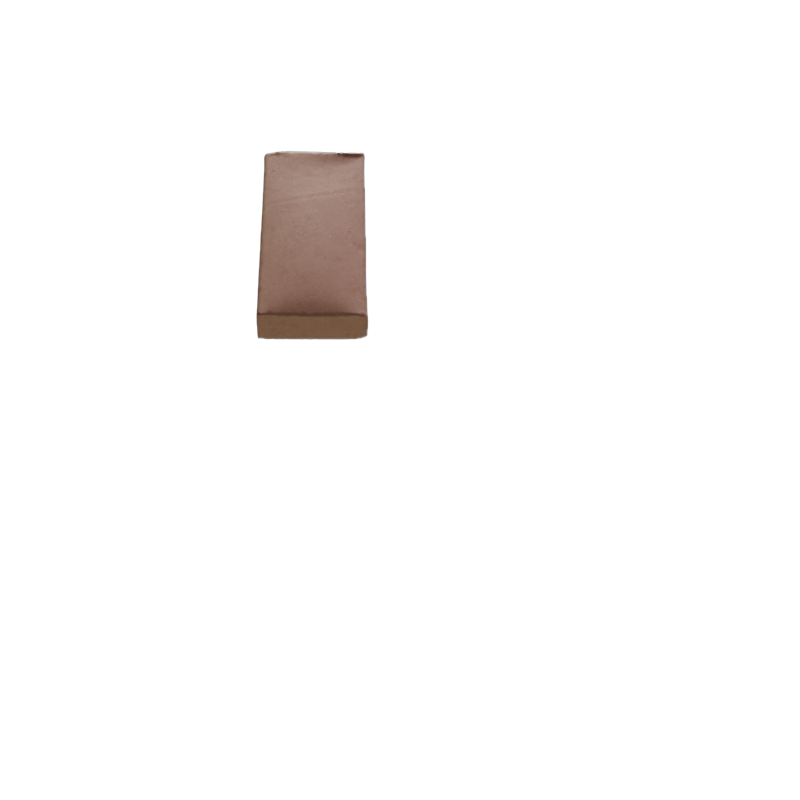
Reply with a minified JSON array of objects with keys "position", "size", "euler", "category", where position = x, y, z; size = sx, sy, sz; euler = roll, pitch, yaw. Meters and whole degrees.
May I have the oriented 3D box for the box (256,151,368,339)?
[{"position":[-0.076,-0.138,0.963],"size":[0.093,0.188,0.045],"euler":[-1,-31,-2],"category":"box"}]
